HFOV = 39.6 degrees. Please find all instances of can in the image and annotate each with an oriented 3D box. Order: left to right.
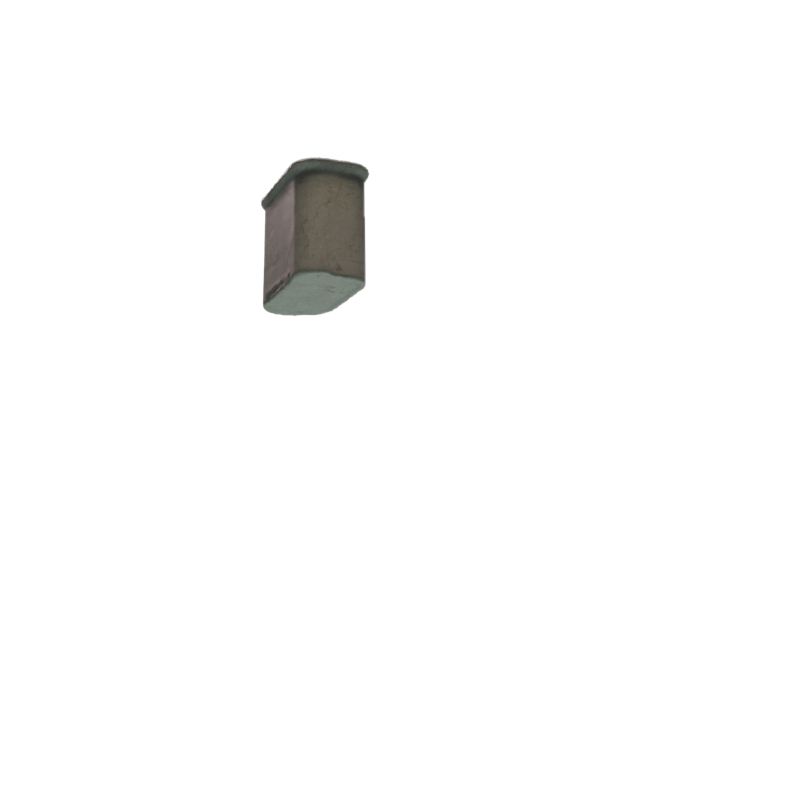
[{"bbox_3d":[-0.061,-0.112,0.782,0.056,0.087,0.101,6,-17,-22],"label":"can"}]
